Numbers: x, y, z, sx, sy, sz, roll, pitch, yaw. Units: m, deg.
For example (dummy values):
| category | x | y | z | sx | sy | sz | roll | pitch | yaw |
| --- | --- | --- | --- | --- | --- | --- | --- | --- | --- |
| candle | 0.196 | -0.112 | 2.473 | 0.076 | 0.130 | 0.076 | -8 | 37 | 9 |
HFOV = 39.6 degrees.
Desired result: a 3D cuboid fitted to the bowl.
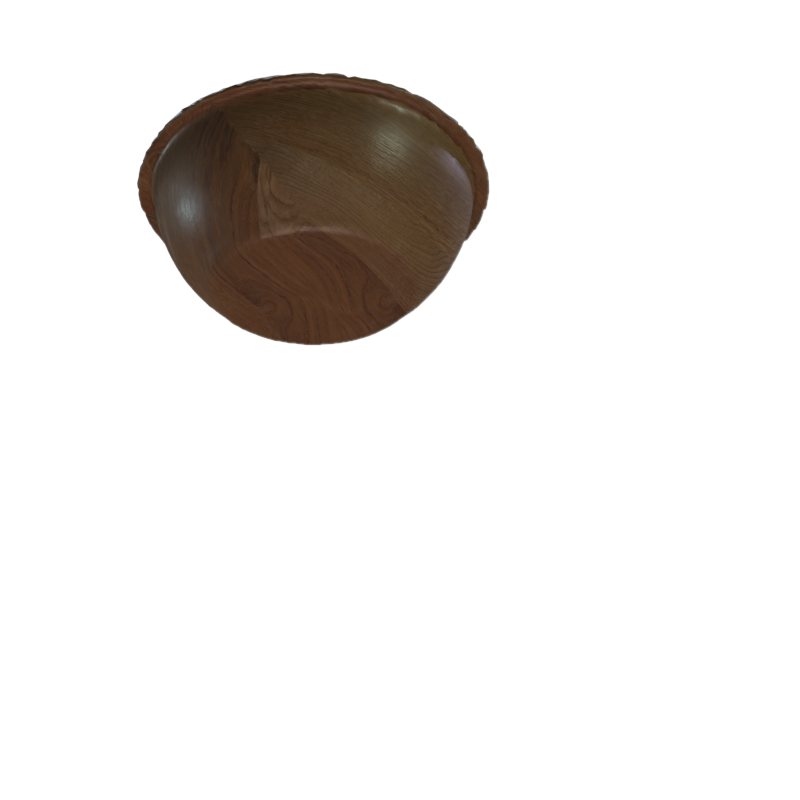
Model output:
| category | x | y | z | sx | sy | sz | roll | pitch | yaw |
| --- | --- | --- | --- | --- | --- | --- | --- | --- | --- |
| bowl | -0.039 | -0.071 | 0.499 | 0.162 | 0.059 | 0.152 | 1 | -31 | -2 |
